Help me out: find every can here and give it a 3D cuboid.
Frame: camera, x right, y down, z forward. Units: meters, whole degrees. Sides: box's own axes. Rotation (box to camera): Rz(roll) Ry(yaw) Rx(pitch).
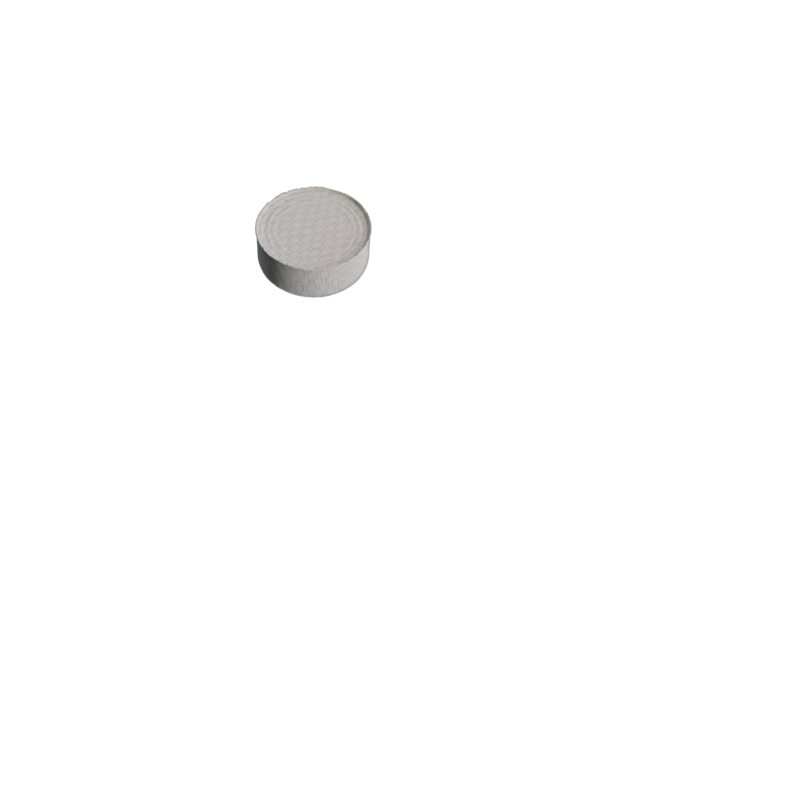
[{"bbox_3d":[-0.065,-0.118,0.826,0.086,0.092,0.031,-1,-40,-1],"label":"can"}]
